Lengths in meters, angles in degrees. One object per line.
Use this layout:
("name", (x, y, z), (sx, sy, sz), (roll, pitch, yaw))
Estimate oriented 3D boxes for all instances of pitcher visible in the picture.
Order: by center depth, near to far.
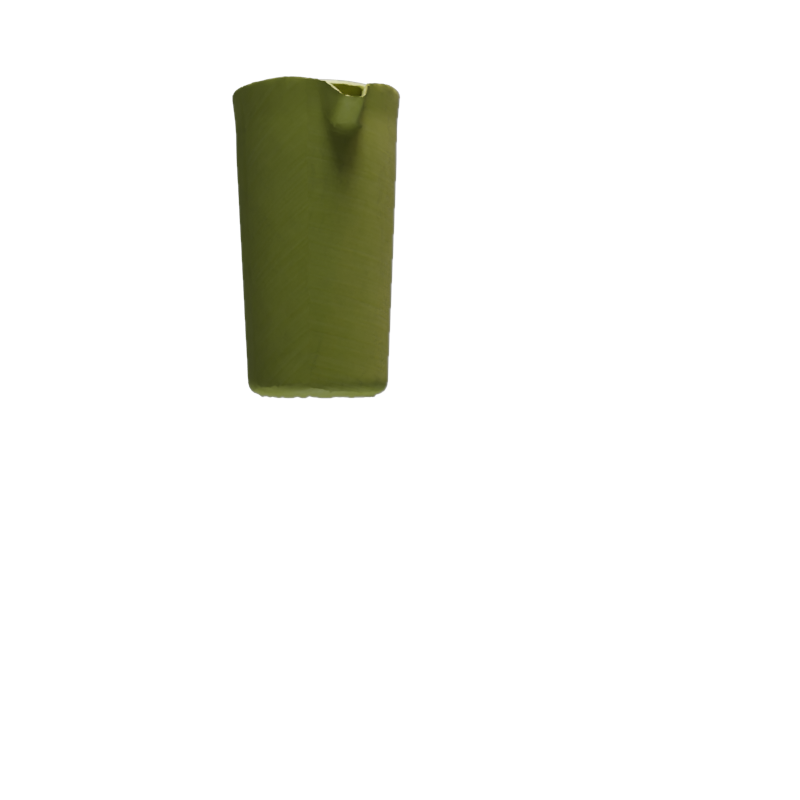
("pitcher", (-0.069, -0.125, 0.877), (0.149, 0.247, 0.143), (-2, -5, 22))
